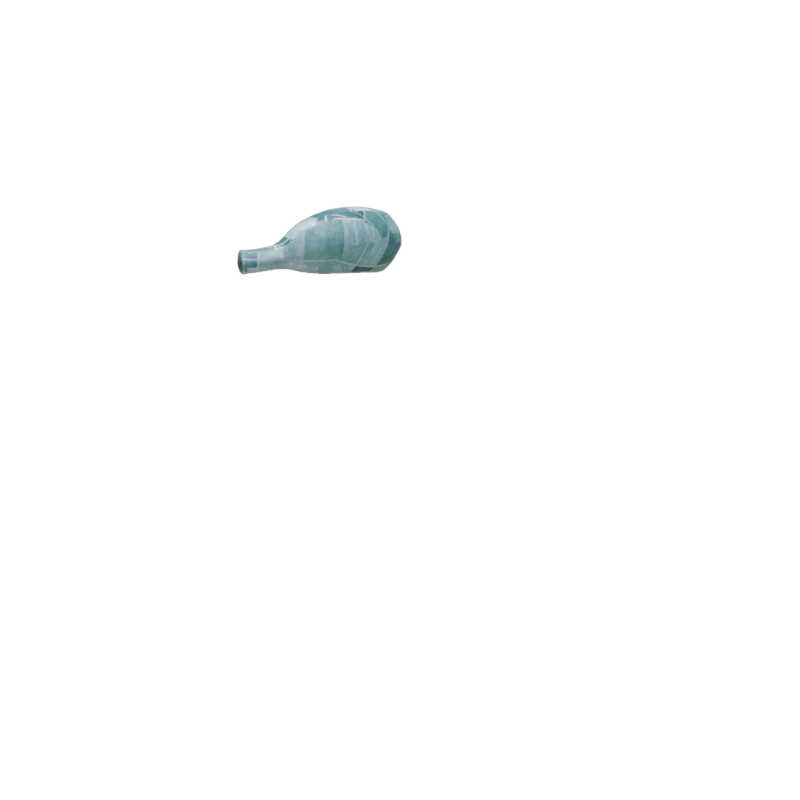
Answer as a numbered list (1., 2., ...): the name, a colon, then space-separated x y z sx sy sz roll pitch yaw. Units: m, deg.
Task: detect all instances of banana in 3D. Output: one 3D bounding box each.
1. banana: -0.033 -0.091 0.635 0.071 0.036 0.196 1 7 10
